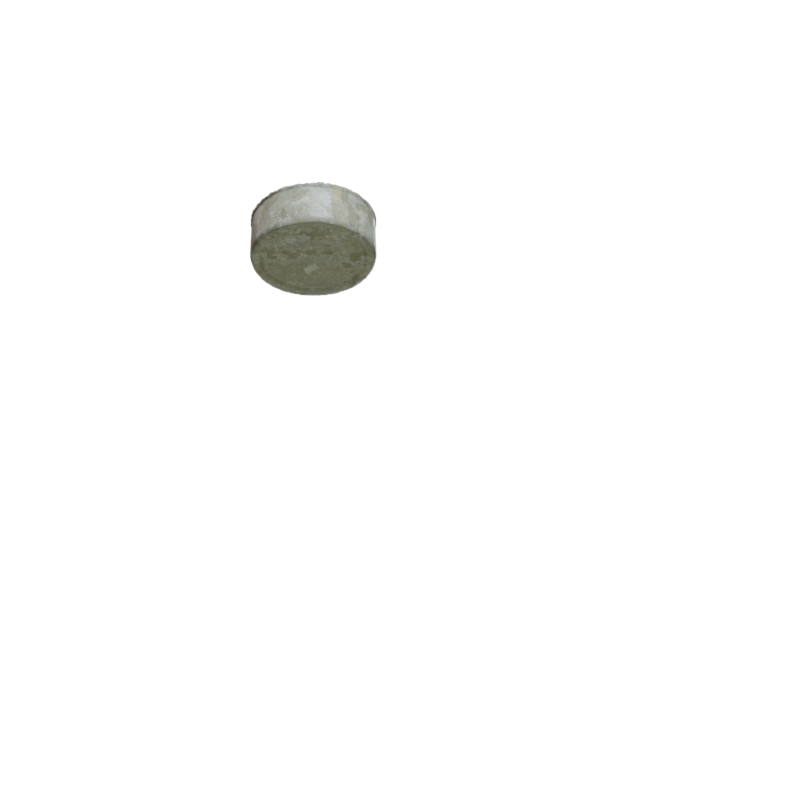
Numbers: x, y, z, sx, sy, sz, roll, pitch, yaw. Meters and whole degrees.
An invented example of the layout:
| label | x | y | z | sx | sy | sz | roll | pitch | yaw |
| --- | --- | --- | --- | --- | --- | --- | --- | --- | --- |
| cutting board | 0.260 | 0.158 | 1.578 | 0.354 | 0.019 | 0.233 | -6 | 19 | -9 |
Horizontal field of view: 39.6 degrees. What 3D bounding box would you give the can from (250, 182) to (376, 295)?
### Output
| label | x | y | z | sx | sy | sz | roll | pitch | yaw |
| --- | --- | --- | --- | --- | --- | --- | --- | --- | --- |
| can | -0.059 | -0.107 | 0.748 | 0.086 | 0.036 | 0.080 | 1 | -32 | -2 |
